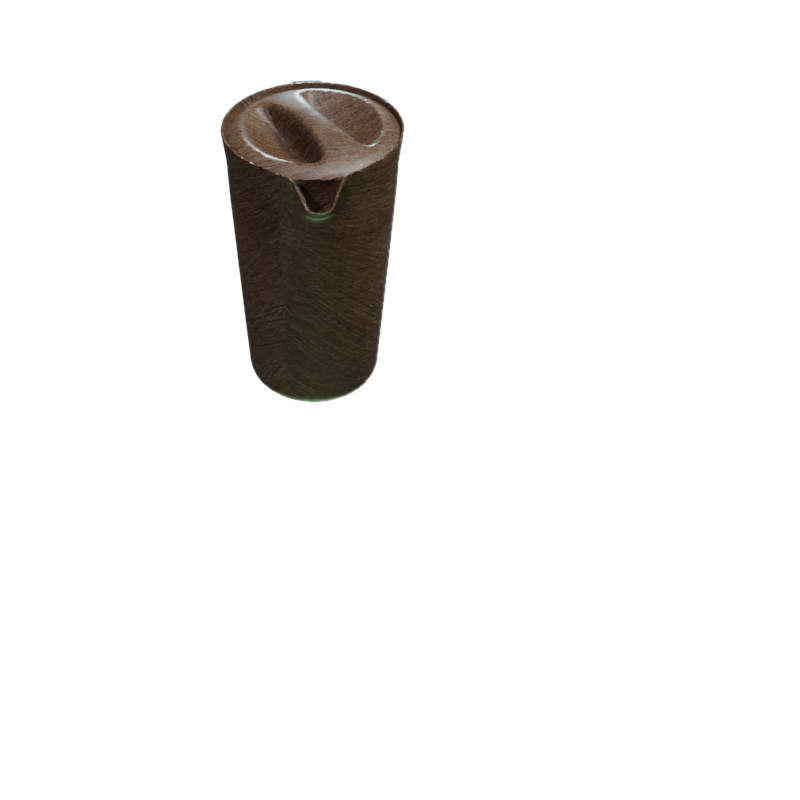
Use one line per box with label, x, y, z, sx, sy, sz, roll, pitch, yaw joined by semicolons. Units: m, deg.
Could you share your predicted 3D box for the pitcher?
pitcher;-0.069;-0.126;0.882;0.153;0.227;0.151;29;47;27
